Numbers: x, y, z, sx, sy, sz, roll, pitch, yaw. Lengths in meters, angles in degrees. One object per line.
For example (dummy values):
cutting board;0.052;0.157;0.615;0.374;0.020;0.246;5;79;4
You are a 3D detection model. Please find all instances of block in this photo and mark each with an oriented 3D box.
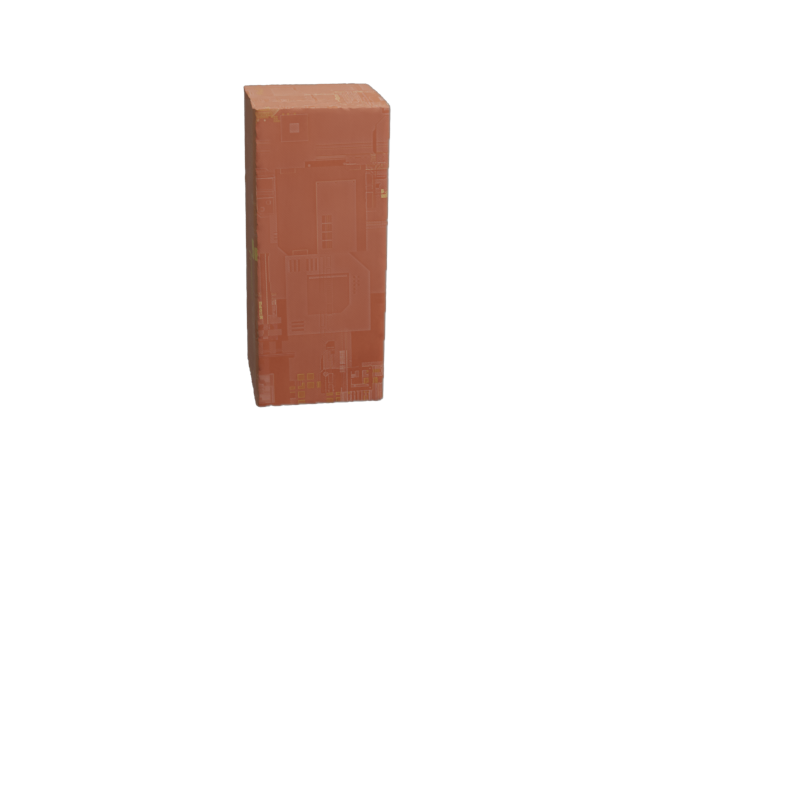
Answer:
block;-0.060;-0.110;0.770;0.090;0.197;0.095;-2;20;-10
